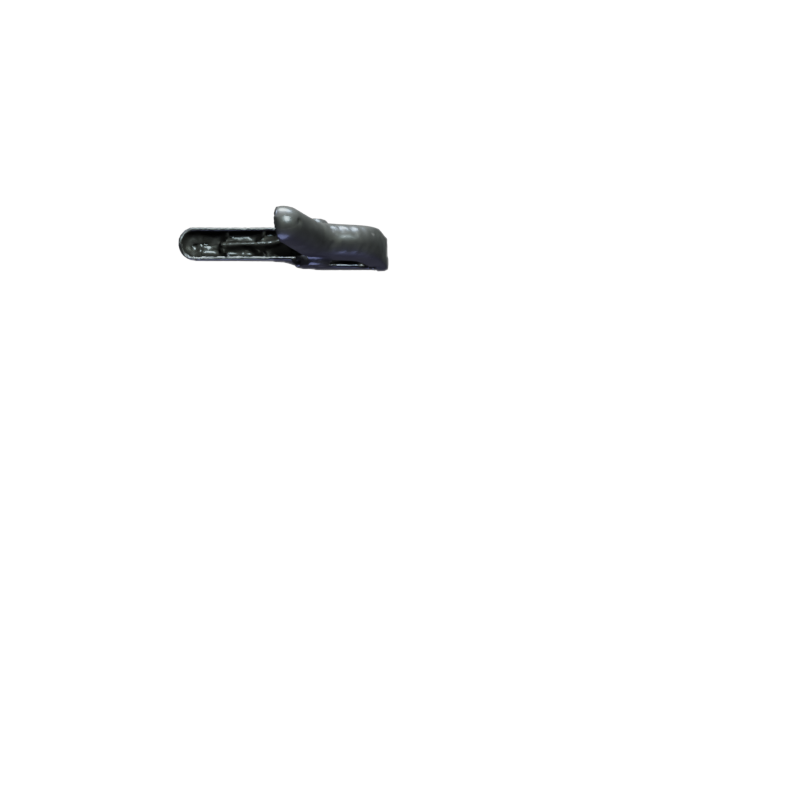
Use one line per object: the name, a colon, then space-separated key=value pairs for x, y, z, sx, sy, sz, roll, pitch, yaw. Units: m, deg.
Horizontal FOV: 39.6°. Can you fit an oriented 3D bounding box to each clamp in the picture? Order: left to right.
clamp: x=-0.065 y=-0.118 z=0.825 sx=0.165 sy=0.039 sz=0.125 roll=-3 pitch=5 yaw=-37
